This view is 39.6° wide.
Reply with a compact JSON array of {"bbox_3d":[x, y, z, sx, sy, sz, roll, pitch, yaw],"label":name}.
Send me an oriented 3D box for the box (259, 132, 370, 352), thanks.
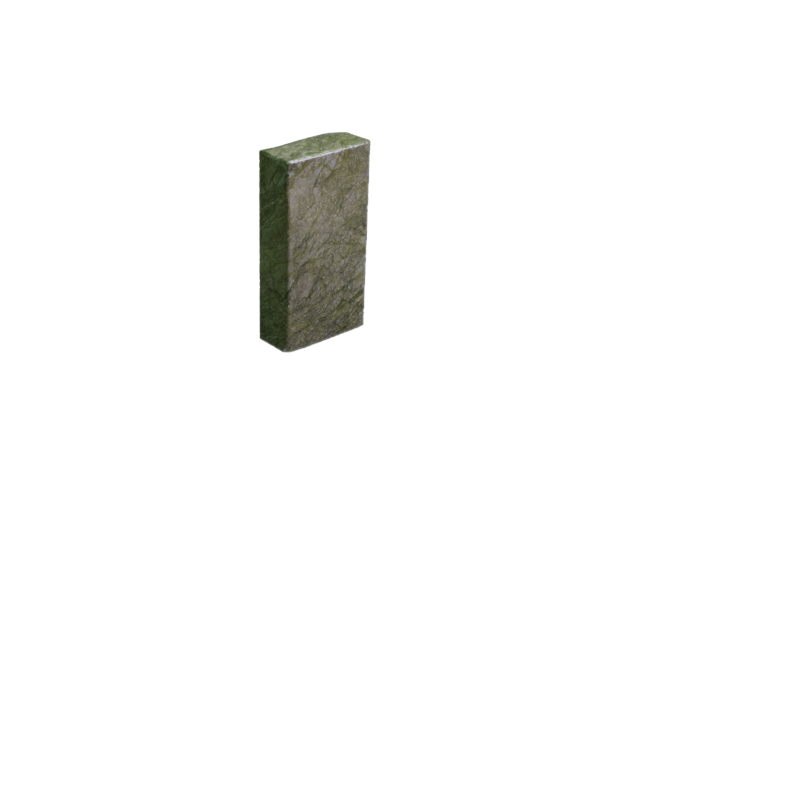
[{"bbox_3d":[-0.074,-0.135,0.947,0.092,0.168,0.051,-20,31,-39],"label":"box"}]
